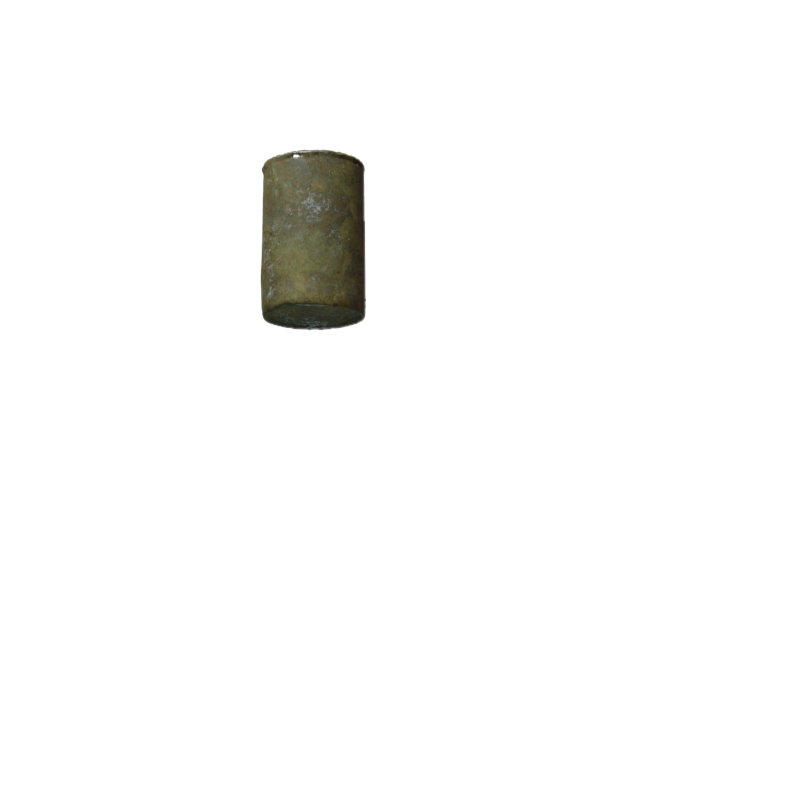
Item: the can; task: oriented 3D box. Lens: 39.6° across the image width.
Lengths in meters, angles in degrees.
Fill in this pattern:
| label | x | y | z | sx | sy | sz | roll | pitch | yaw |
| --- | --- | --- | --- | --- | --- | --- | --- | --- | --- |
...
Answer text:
| label | x | y | z | sx | sy | sz | roll | pitch | yaw |
| --- | --- | --- | --- | --- | --- | --- | --- | --- | --- |
| can | -0.056 | -0.102 | 0.716 | 0.068 | 0.106 | 0.066 | 0 | -15 | -2 |
